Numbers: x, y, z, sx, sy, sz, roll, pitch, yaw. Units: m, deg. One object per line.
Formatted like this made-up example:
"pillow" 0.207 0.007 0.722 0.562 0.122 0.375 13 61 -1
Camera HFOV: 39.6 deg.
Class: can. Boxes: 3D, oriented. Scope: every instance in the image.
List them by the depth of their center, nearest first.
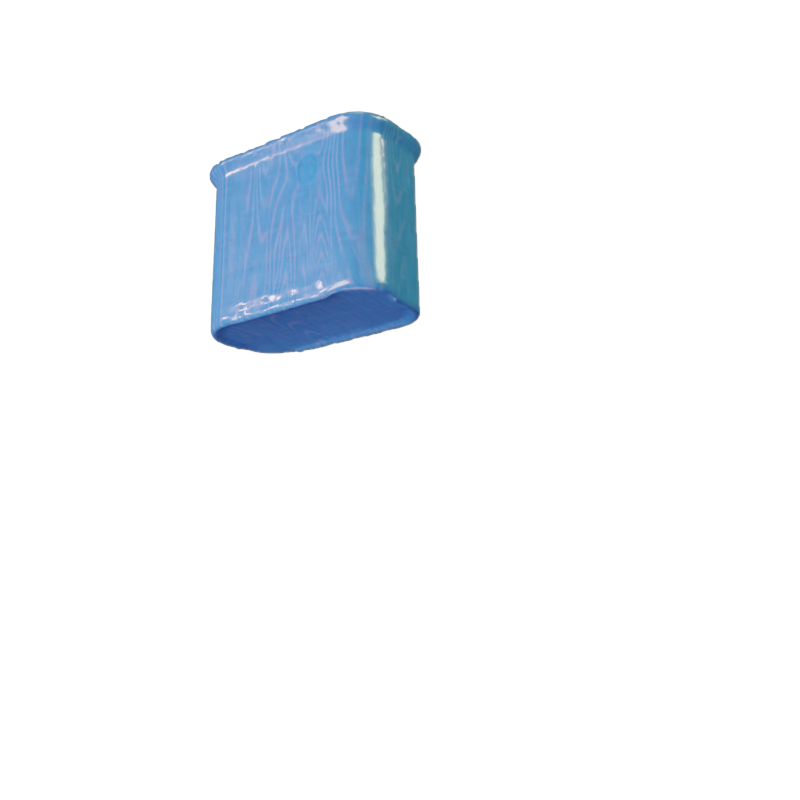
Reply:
"can" -0.040 -0.072 0.508 0.104 0.088 0.054 -14 -25 33
